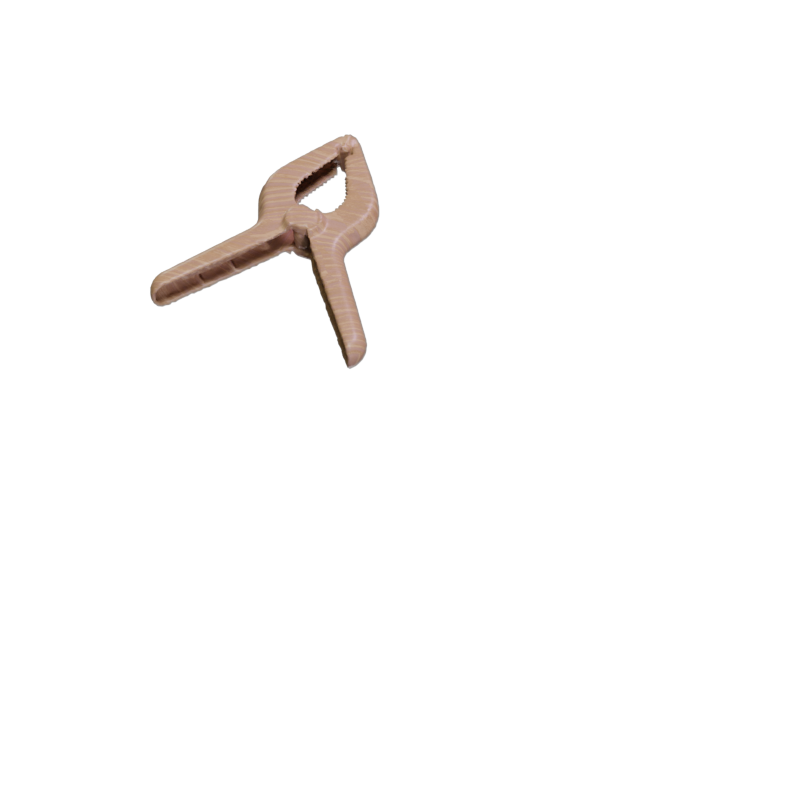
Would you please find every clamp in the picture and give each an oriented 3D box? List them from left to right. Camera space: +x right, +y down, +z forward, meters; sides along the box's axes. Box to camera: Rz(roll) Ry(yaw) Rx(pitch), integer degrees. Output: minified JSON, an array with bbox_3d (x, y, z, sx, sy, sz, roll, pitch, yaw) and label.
[{"bbox_3d":[-0.065,-0.119,0.836,0.171,0.217,0.034,22,-35,16],"label":"clamp"}]
